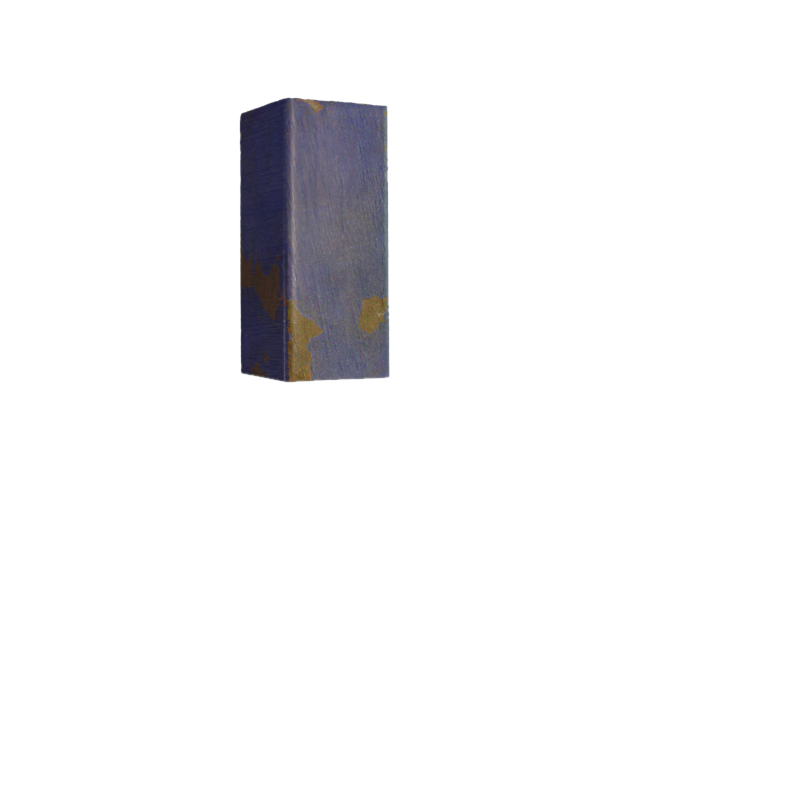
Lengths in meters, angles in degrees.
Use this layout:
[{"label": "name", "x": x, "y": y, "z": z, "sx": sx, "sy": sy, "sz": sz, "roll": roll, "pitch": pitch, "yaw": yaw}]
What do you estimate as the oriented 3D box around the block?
[{"label": "block", "x": -0.068, "y": -0.123, "z": 0.858, "sx": 0.087, "sy": 0.207, "sz": 0.093, "roll": 0, "pitch": -1, "yaw": -29}]
